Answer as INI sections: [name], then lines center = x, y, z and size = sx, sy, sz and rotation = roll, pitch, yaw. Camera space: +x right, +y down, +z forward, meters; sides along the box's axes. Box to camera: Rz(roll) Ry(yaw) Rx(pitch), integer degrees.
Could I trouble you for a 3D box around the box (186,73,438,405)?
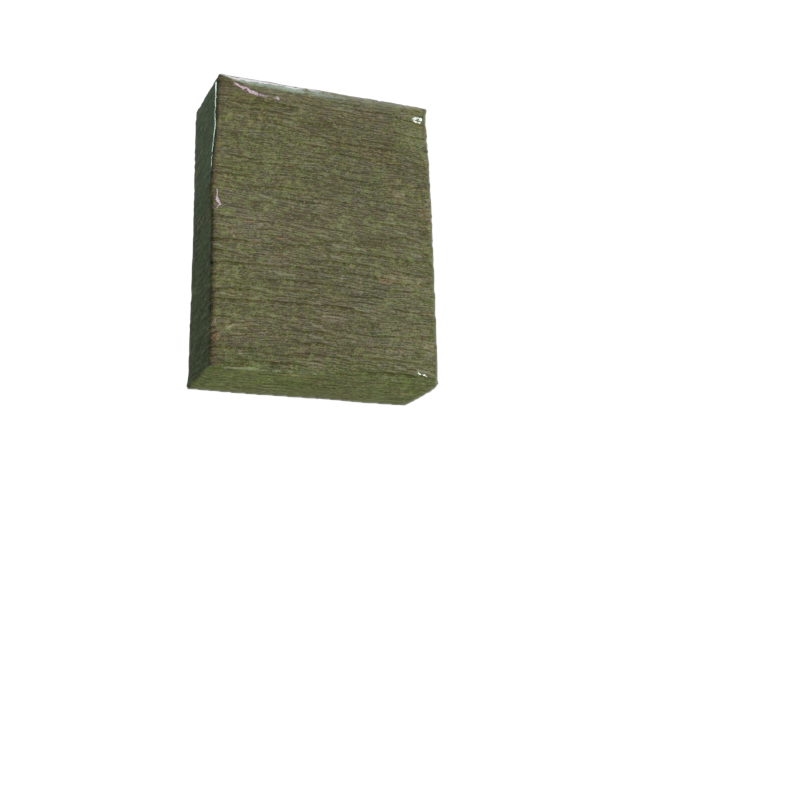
[box]
center = -0.061, -0.111, 0.779
size = 0.159, 0.224, 0.071
rotation = 5, -20, -19
